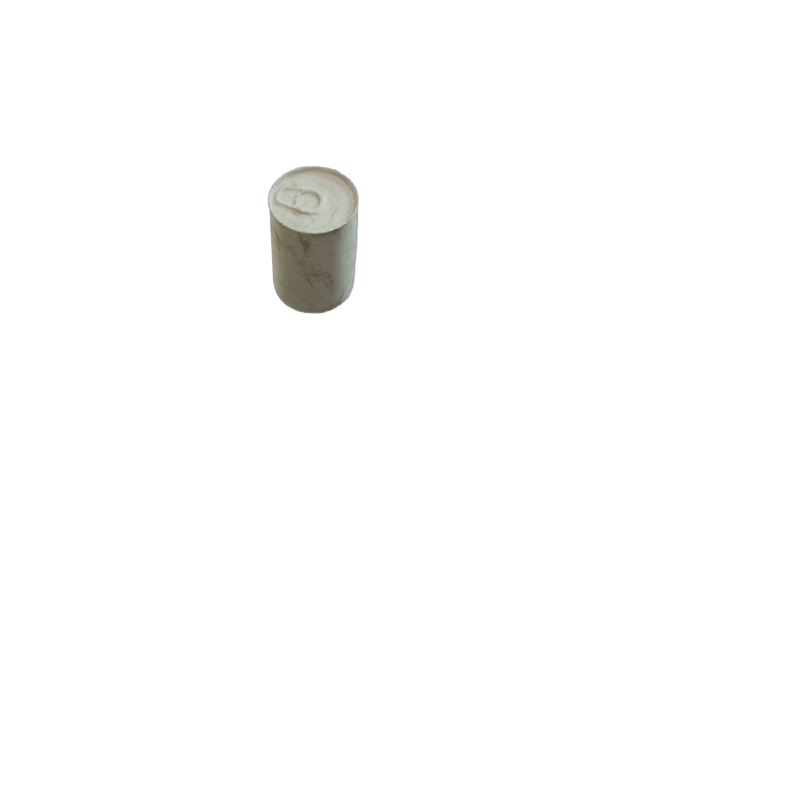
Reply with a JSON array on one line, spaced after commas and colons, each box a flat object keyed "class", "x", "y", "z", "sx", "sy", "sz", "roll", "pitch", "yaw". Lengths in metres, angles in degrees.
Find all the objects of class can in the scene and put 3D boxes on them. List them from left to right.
[{"class": "can", "x": -0.067, "y": -0.123, "z": 0.862, "sx": 0.068, "sy": 0.073, "sz": 0.095, "roll": 0, "pitch": -35, "yaw": -3}]
